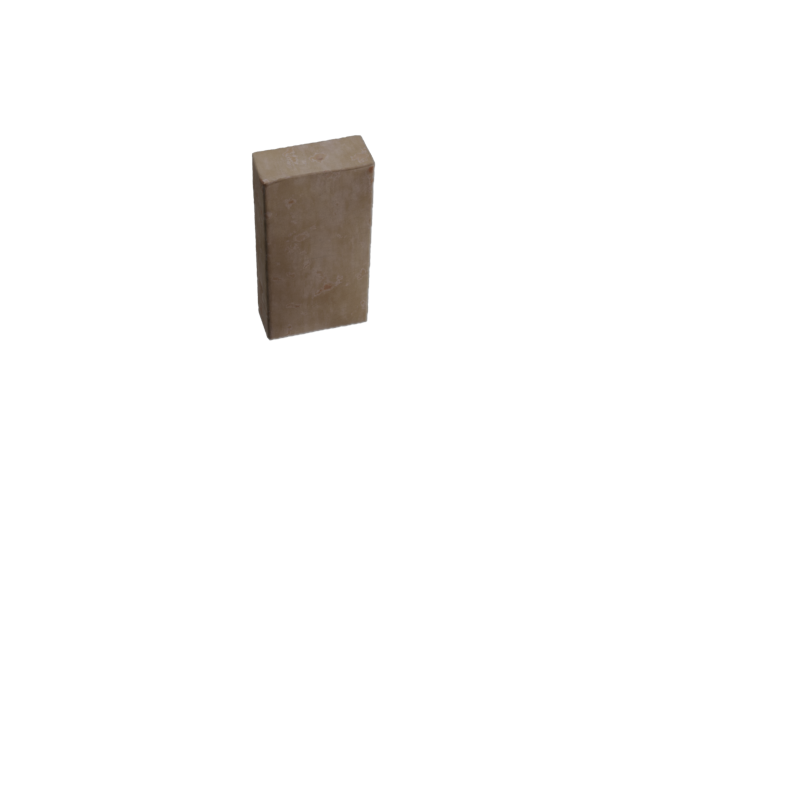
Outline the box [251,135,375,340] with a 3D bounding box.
[{"bbox_3d":[-0.072,-0.131,0.917,0.092,0.052,0.164,-11,-40,-13],"label":"box"}]
